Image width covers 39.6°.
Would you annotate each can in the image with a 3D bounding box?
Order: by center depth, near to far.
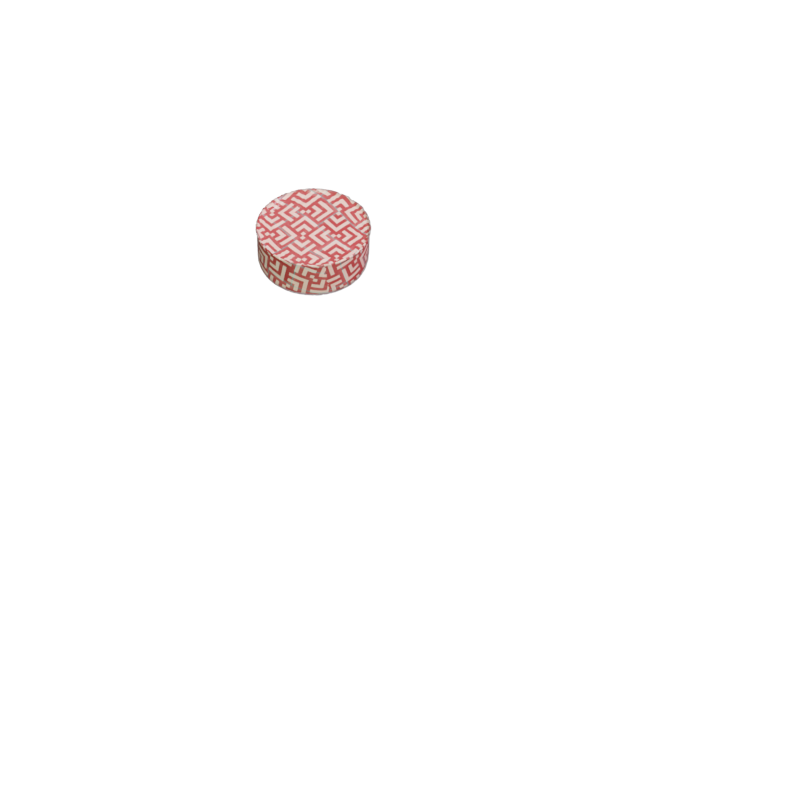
[{"bbox_3d":[-0.065,-0.119,0.834,0.086,0.092,0.031,-1,-43,-1],"label":"can"}]
